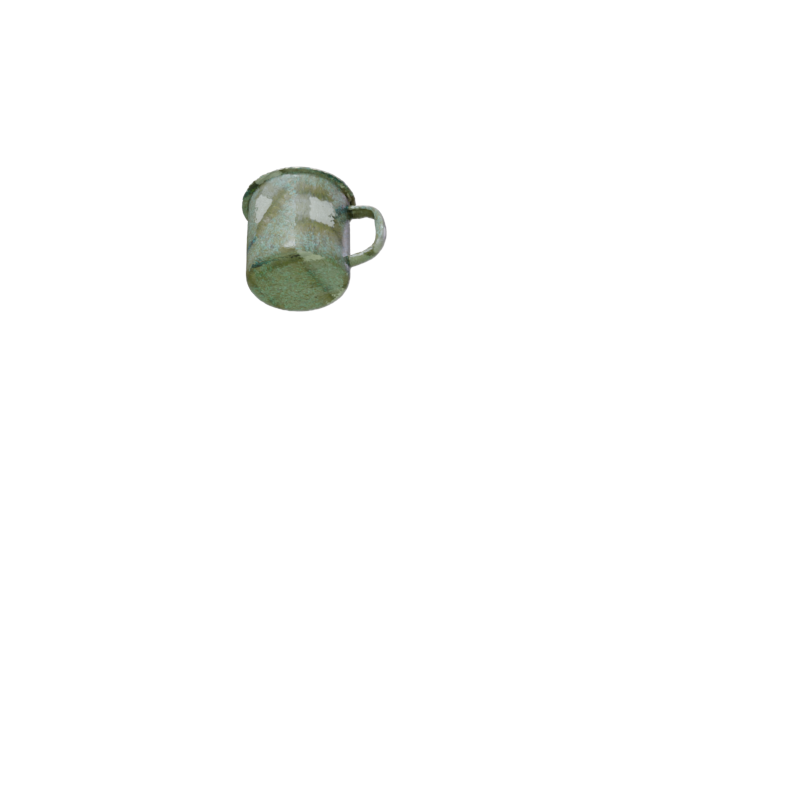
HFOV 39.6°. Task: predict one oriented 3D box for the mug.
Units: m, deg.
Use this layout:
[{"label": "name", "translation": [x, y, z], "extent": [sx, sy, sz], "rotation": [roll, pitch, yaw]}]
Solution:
[{"label": "mug", "translation": [-0.069, -0.125, 0.878], "extent": [0.118, 0.087, 0.086], "rotation": [-5, -36, 6]}]
